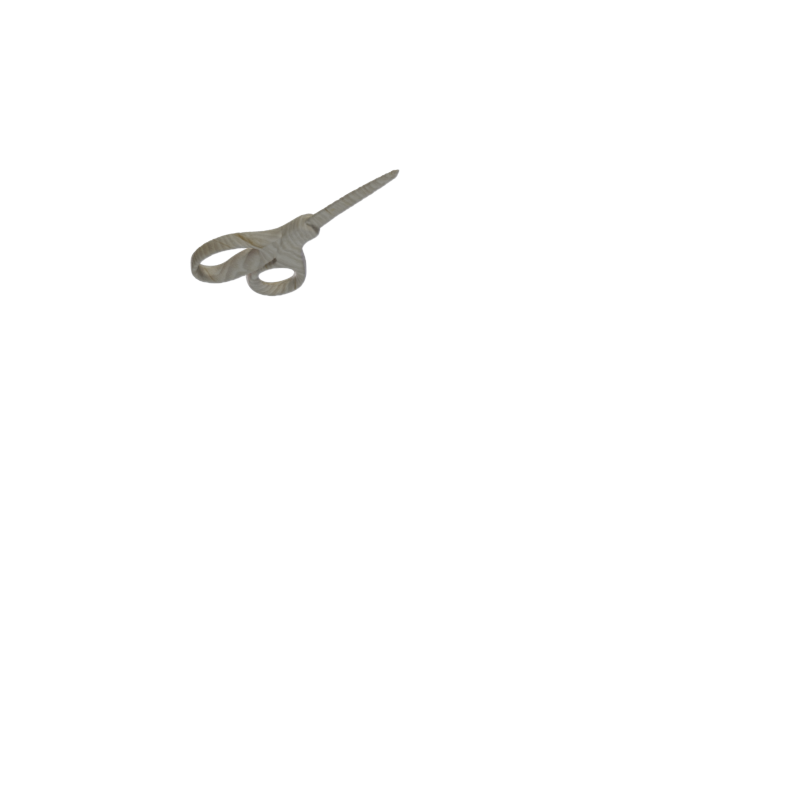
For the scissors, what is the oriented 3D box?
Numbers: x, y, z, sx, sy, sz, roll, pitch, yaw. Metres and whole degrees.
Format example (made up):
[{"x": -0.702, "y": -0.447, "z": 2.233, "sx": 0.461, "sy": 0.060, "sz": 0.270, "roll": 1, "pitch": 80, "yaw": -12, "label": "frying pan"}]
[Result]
[{"x": -0.063, "y": -0.115, "z": 0.807, "sx": 0.205, "sy": 0.017, "sz": 0.090, "roll": -14, "pitch": -26, "yaw": 30, "label": "scissors"}]
